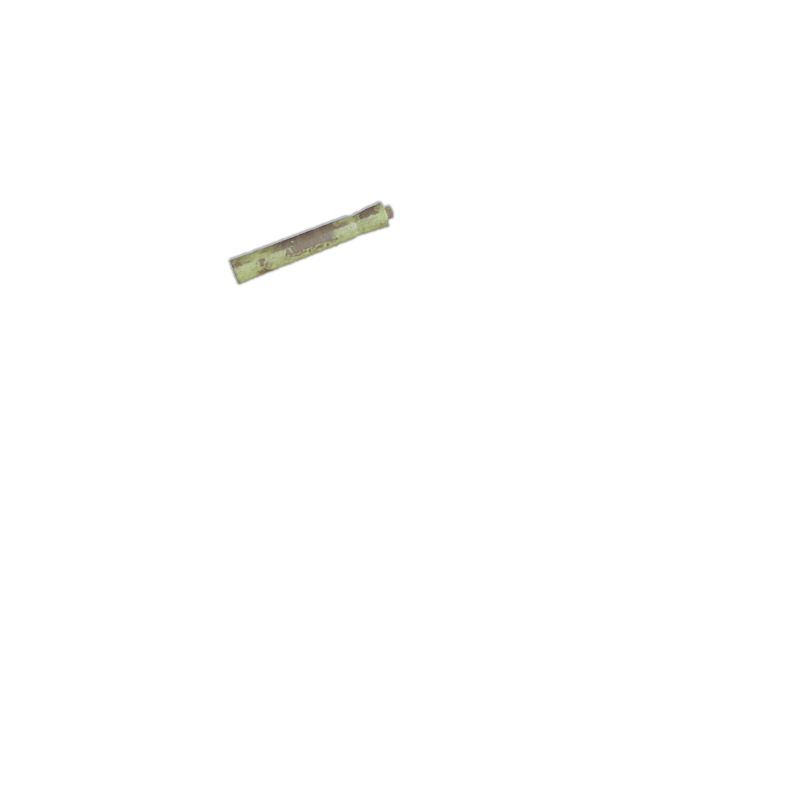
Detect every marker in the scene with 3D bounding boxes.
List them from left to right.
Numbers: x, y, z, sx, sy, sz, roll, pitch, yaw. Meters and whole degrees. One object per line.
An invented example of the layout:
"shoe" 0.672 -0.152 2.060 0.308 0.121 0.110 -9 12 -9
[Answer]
"marker" -0.062 -0.112 0.787 0.121 0.020 0.020 -22 7 -5
